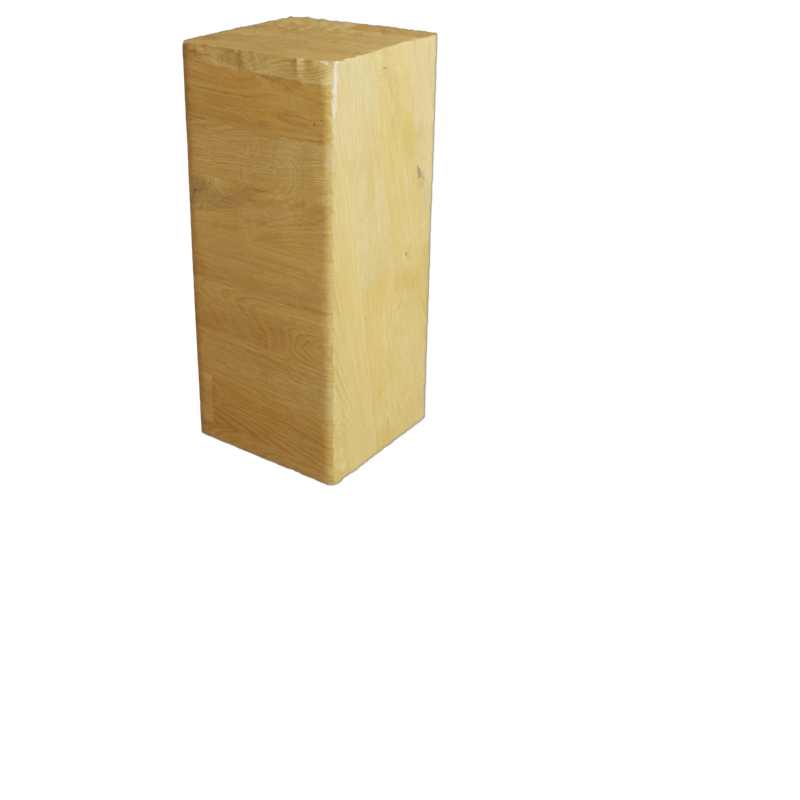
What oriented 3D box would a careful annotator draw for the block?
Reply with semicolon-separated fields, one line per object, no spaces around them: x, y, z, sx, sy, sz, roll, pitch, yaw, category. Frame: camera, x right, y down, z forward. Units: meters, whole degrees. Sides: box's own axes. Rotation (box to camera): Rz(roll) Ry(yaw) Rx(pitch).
-0.044;-0.079;0.553;0.095;0.196;0.090;16;27;31;block
